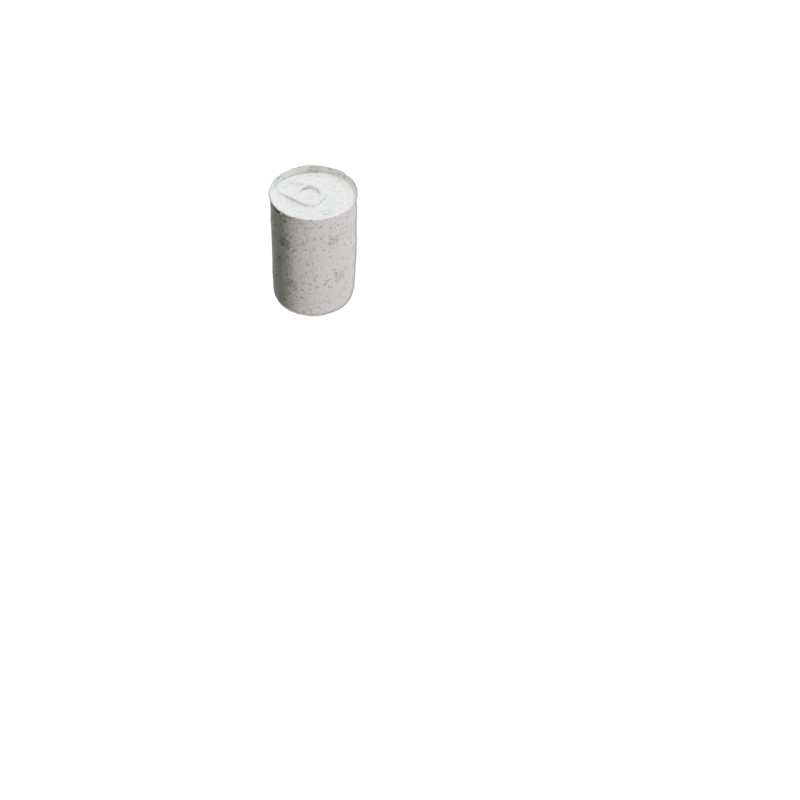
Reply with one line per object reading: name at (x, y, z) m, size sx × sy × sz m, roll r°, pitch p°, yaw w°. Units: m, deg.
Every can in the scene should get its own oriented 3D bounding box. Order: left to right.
can at (-0.069, -0.125, 0.876) m, size 0.068 × 0.095 × 0.074 m, roll 0°, pitch 45°, yaw -3°
